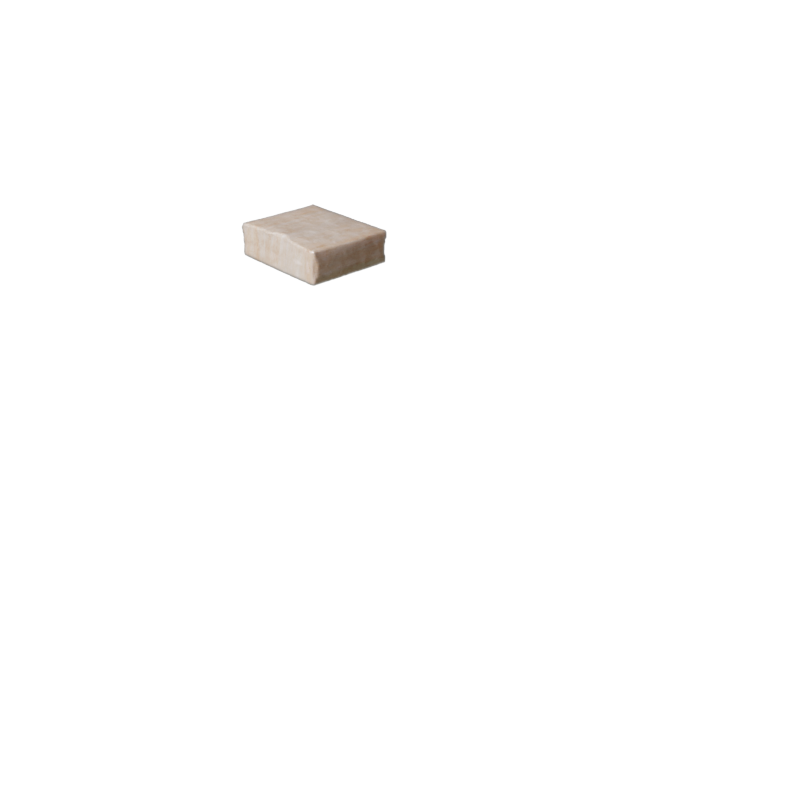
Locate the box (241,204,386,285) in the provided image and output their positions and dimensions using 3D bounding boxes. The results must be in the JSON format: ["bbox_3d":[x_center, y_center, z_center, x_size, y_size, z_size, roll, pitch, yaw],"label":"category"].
[{"bbox_3d":[-0.067,-0.122,0.853,0.072,0.029,0.095,-21,34,-37],"label":"box"}]
